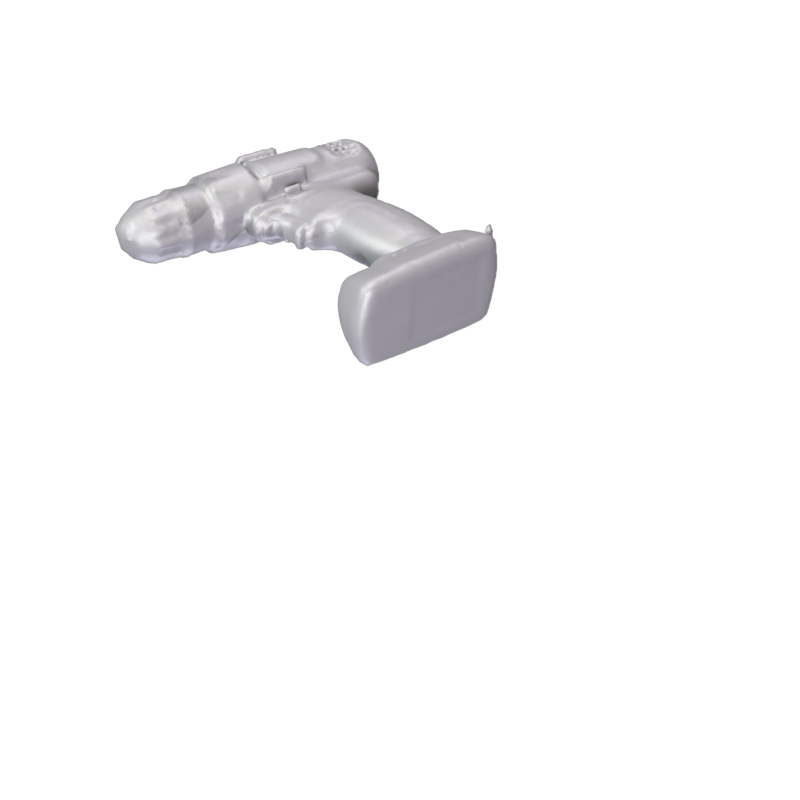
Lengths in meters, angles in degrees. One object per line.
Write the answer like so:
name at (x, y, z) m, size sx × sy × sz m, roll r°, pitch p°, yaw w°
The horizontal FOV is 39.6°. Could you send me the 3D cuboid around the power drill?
power drill at (-0.051, -0.094, 0.656) m, size 0.183 × 0.054 × 0.202 m, roll -24°, pitch 42°, yaw -29°
